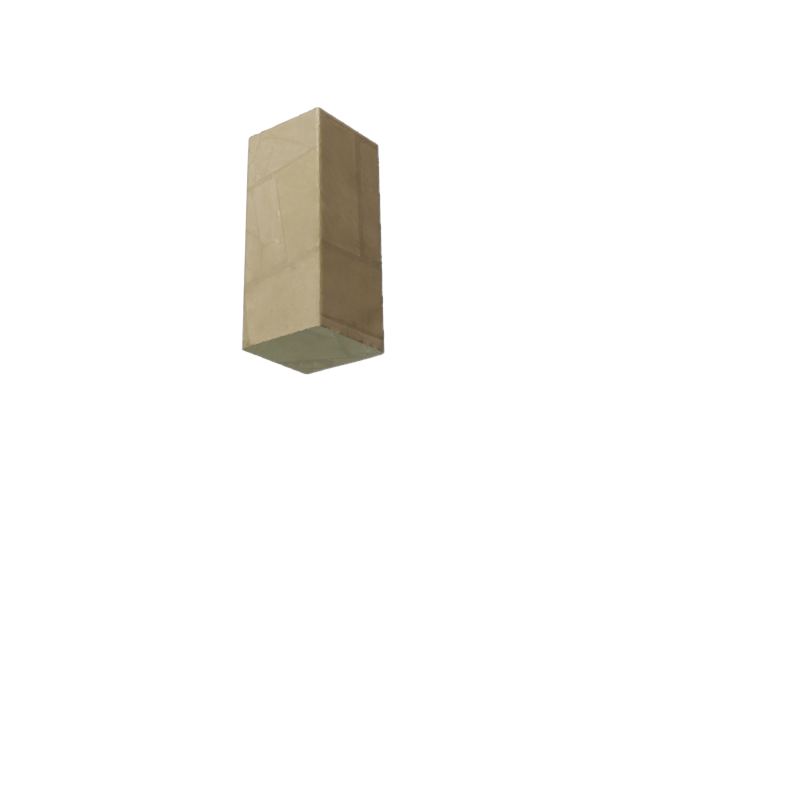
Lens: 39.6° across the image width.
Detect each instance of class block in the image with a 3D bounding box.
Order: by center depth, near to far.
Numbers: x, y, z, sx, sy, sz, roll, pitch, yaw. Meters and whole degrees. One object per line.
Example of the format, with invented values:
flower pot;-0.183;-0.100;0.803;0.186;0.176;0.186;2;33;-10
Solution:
block;-0.077;-0.140;0.981;0.091;0.218;0.085;-18;-28;34
